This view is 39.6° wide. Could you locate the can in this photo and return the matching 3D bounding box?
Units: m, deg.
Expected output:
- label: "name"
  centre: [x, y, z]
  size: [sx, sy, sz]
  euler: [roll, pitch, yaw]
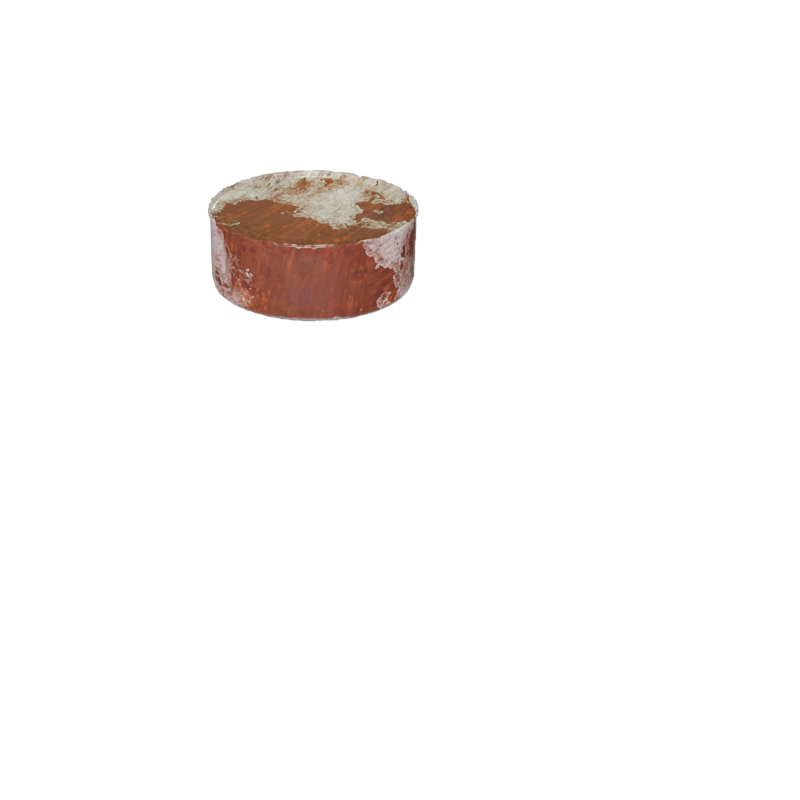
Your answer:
- label: "can"
  centre: [-0.036, -0.065, 0.457]
  size: [0.086, 0.032, 0.091]
  euler: [-1, 29, -2]
